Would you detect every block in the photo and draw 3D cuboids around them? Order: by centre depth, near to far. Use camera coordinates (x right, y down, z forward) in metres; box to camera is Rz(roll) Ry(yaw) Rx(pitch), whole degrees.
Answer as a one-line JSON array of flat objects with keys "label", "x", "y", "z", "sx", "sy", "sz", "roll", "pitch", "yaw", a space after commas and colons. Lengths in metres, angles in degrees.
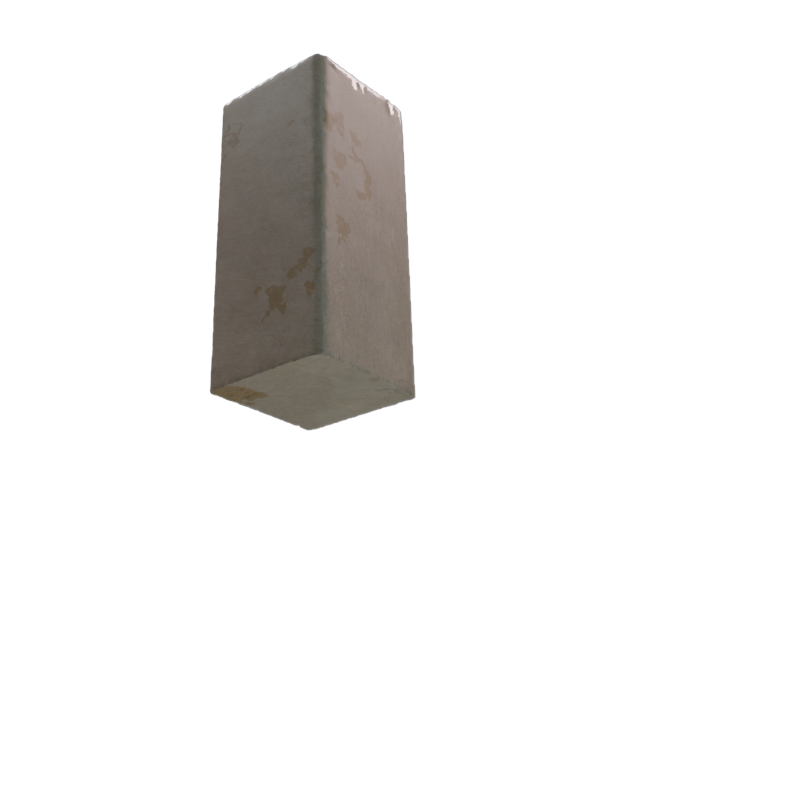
[{"label": "block", "x": -0.054, "y": -0.100, "z": 0.699, "sx": 0.091, "sy": 0.219, "sz": 0.085, "roll": -22, "pitch": -33, "yaw": 34}]
